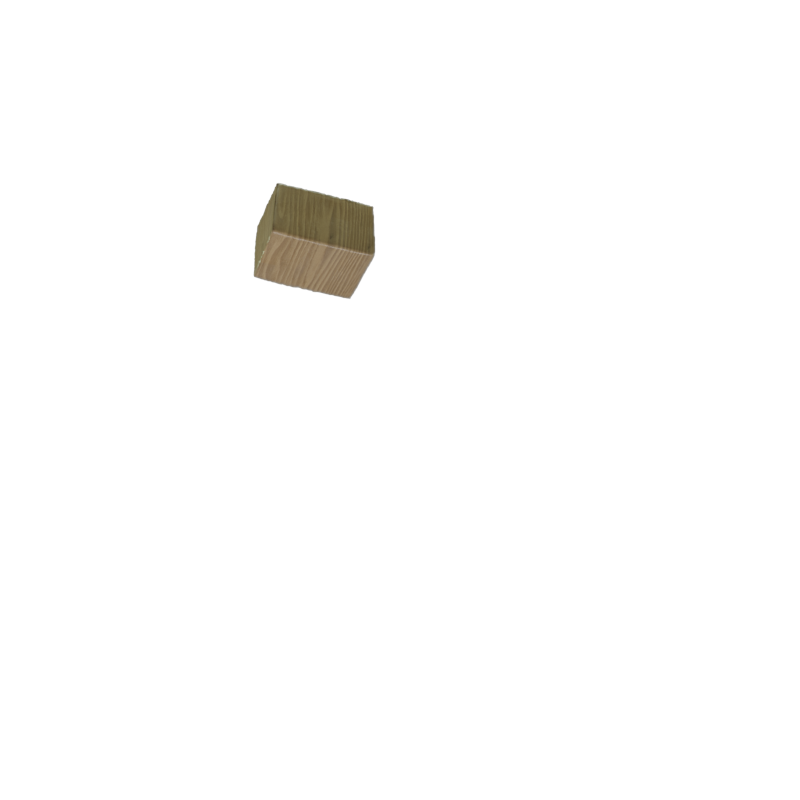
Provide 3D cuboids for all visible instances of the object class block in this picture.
[{"bbox_3d":[-0.063,-0.116,0.810,0.076,0.055,0.050,12,-42,-16],"label":"block"}]
